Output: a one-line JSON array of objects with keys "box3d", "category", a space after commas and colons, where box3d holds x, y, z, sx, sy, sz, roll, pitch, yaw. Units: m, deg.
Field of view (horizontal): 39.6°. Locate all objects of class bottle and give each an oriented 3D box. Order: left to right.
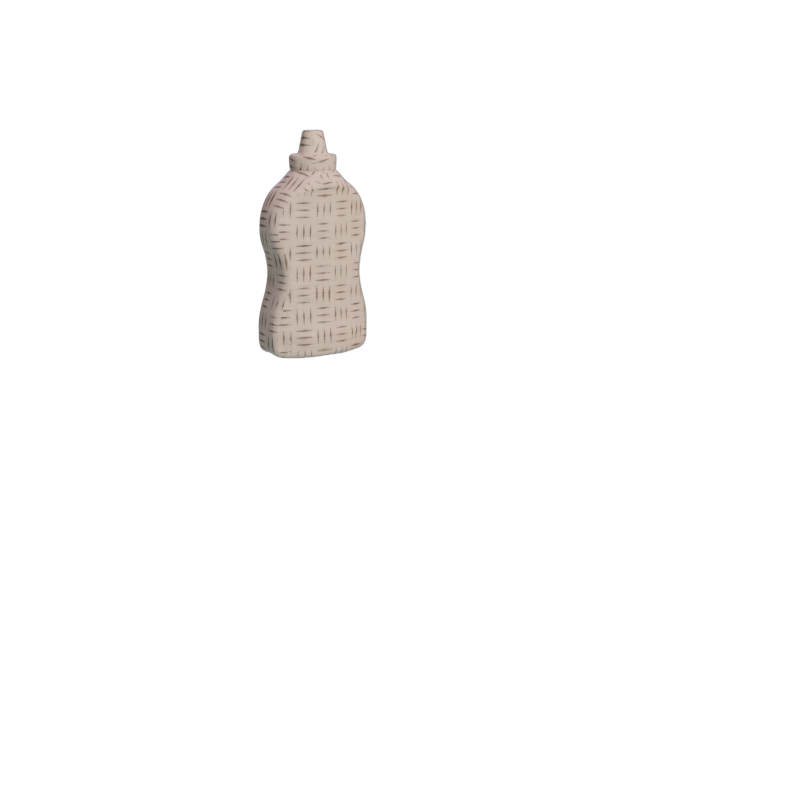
[{"box3d": [-0.075, -0.137, 0.956, 0.093, 0.188, 0.061, -5, 11, -31], "category": "bottle"}]
